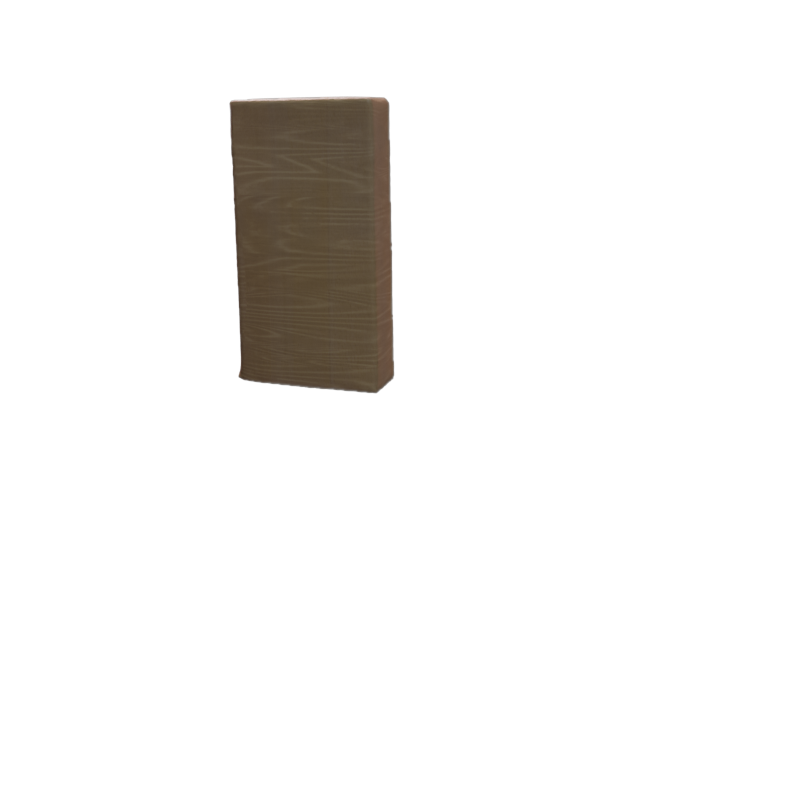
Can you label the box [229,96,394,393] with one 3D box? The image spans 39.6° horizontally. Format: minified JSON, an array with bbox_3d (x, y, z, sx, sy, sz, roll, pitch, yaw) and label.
[{"bbox_3d":[-0.053,-0.097,0.680,0.096,0.173,0.047,3,7,19],"label":"box"}]
